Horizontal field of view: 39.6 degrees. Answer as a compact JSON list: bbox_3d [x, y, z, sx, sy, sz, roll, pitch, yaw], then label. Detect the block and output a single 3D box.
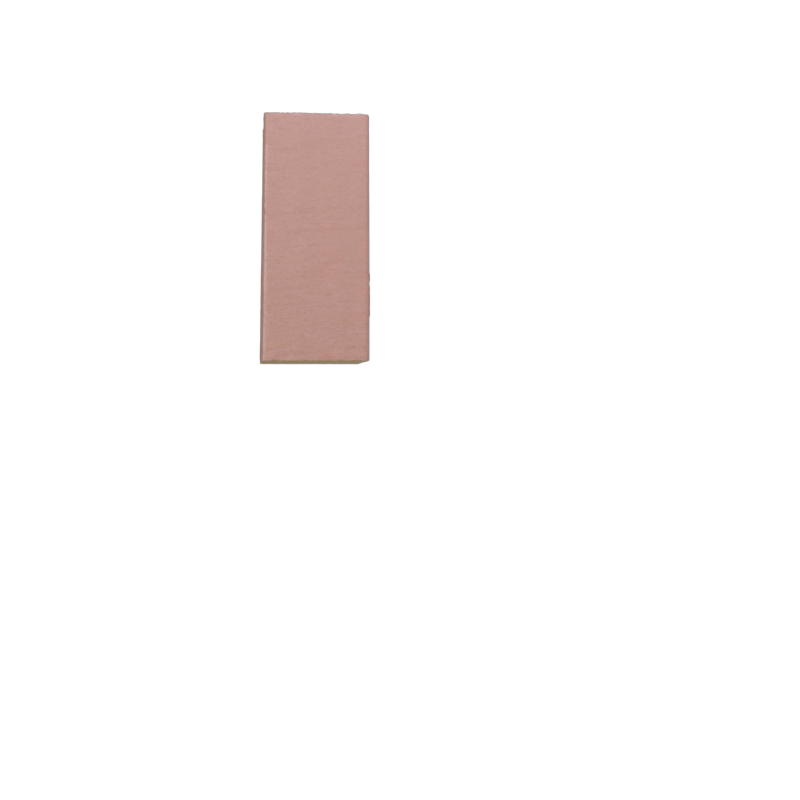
[{"bbox_3d":[-0.074,-0.136,0.952,0.090,0.210,0.089,0,-7,-6],"label":"block"}]
